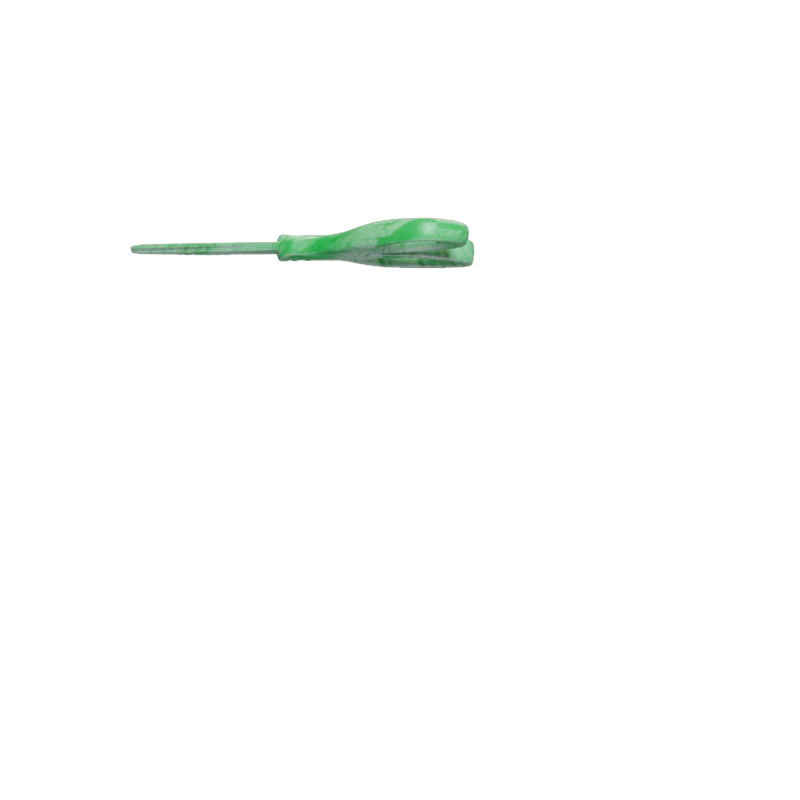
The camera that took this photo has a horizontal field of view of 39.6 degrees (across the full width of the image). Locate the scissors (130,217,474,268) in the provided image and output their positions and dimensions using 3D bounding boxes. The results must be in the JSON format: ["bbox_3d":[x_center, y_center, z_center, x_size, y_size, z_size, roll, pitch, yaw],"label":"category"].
[{"bbox_3d":[-0.049,-0.090,0.632,0.198,0.016,0.096,1,-5,-13],"label":"scissors"}]
